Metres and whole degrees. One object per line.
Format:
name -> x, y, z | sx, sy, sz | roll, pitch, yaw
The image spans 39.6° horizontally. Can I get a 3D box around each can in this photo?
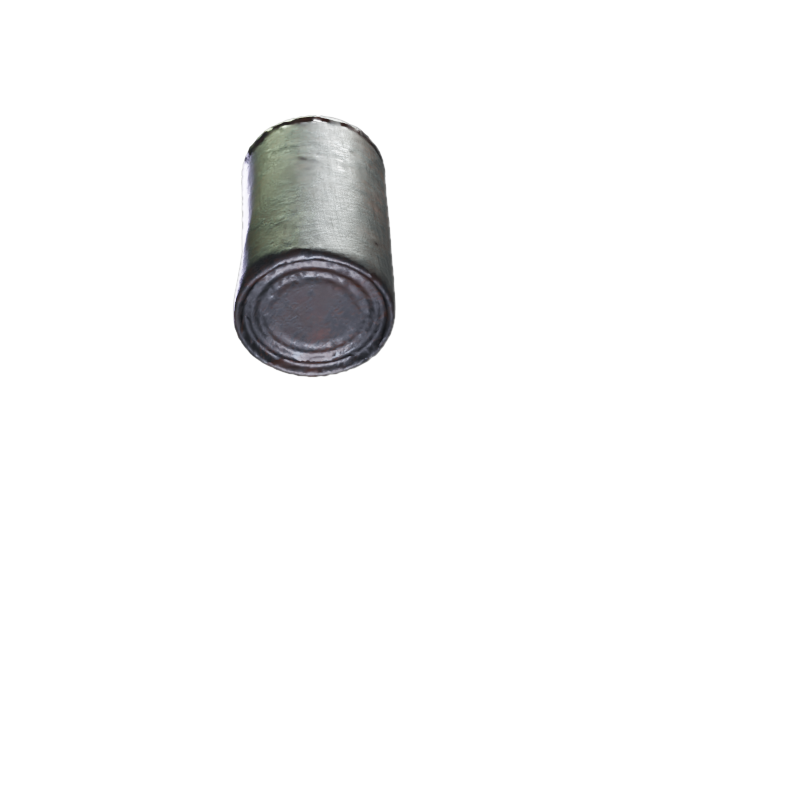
can -> -0.038, -0.069, 0.483 | 0.068, 0.064, 0.110 | -1, 42, -3
